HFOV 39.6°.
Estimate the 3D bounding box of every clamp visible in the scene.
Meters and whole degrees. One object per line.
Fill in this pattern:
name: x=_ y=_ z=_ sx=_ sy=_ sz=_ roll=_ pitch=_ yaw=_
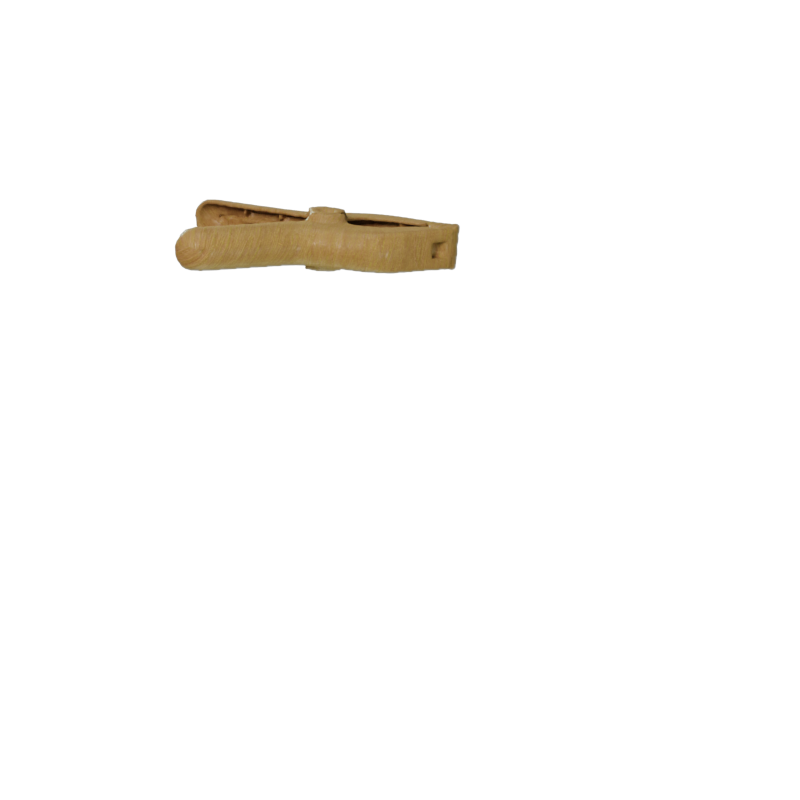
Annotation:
clamp: x=-0.052 y=-0.095 z=0.662 sx=0.173 sy=0.037 sz=0.124 roll=3 pitch=24 yaw=7
